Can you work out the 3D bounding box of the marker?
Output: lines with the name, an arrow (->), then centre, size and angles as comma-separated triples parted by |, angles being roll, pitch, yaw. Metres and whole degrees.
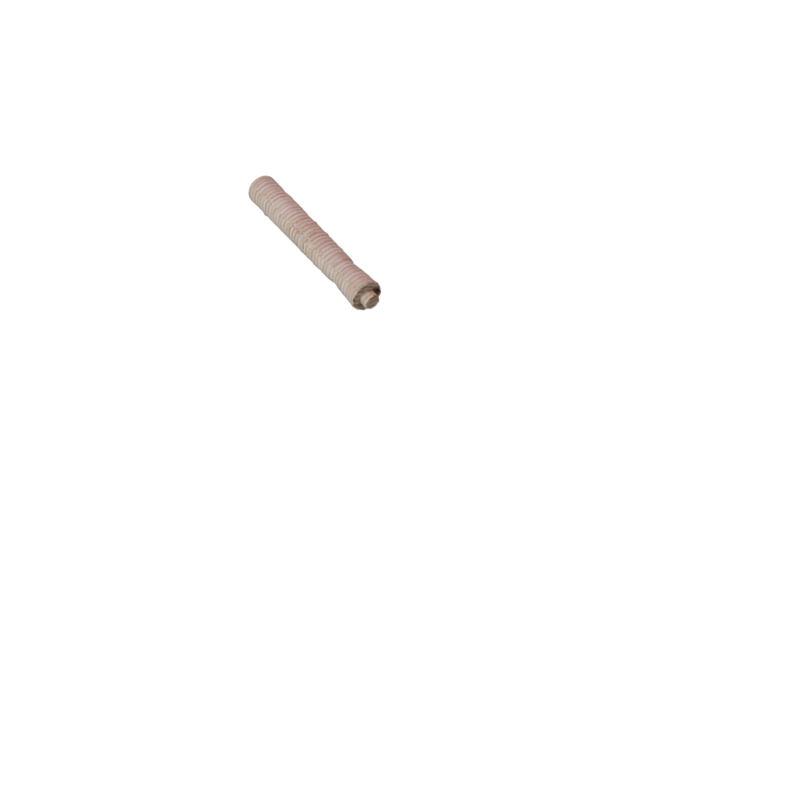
marker -> -0.050, -0.091, 0.635 | 0.019, 0.019, 0.131 | -3, 38, -40
